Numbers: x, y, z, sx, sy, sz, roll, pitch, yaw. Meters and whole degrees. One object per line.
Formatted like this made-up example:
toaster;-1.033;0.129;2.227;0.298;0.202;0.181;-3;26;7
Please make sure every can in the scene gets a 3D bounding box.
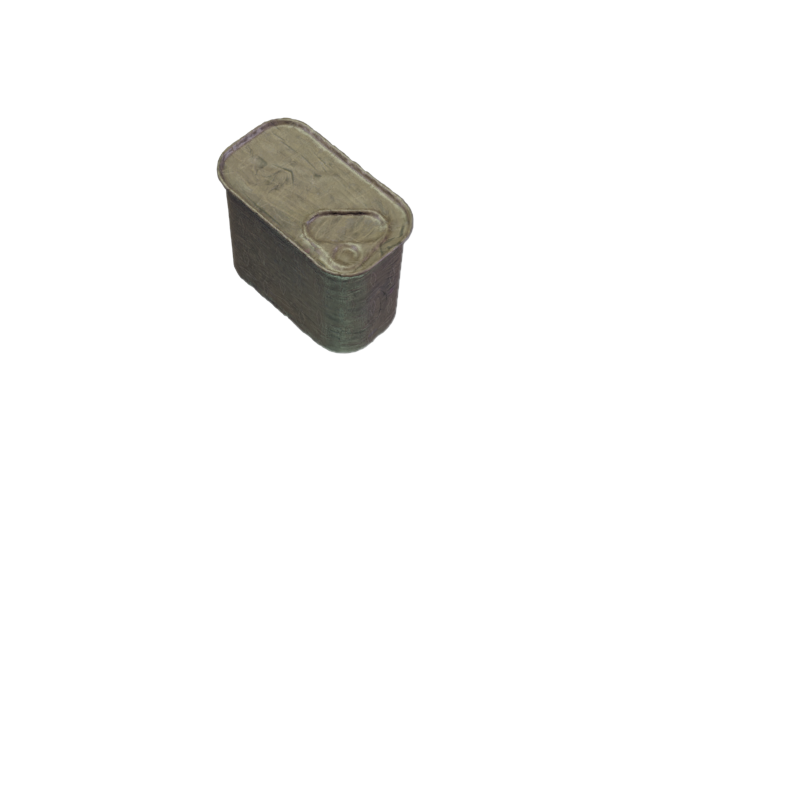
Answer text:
can;-0.045;-0.082;0.573;0.058;0.108;0.078;-39;-23;-23
